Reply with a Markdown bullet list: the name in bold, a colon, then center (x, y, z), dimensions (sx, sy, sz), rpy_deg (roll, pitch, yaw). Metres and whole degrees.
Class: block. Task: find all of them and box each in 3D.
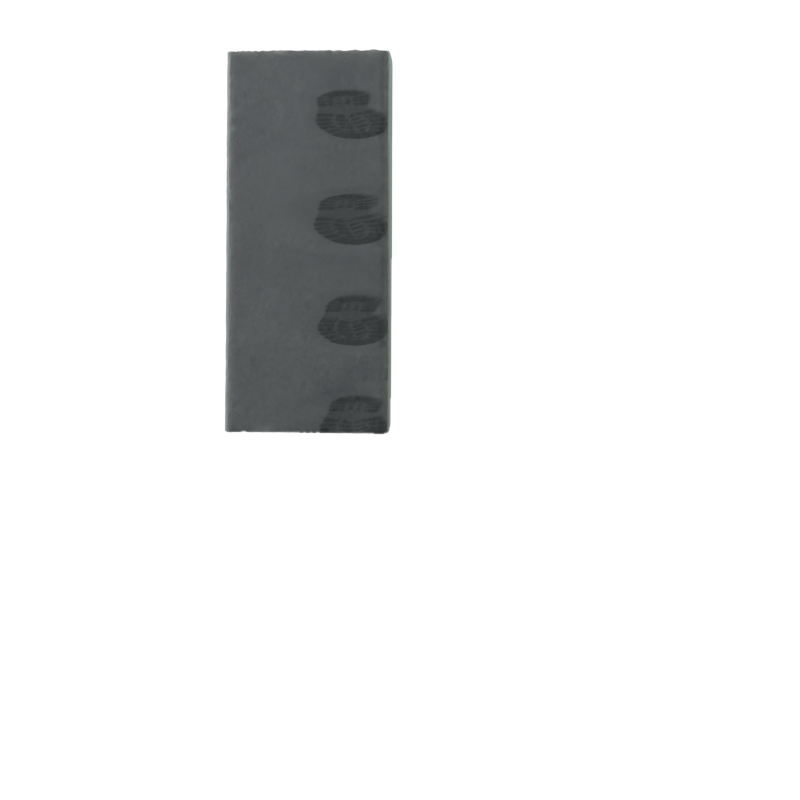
- **block**: center (-0.050, -0.091, 0.638), dimensions (0.091, 0.206, 0.090), rpy_deg (0, 0, 2)
